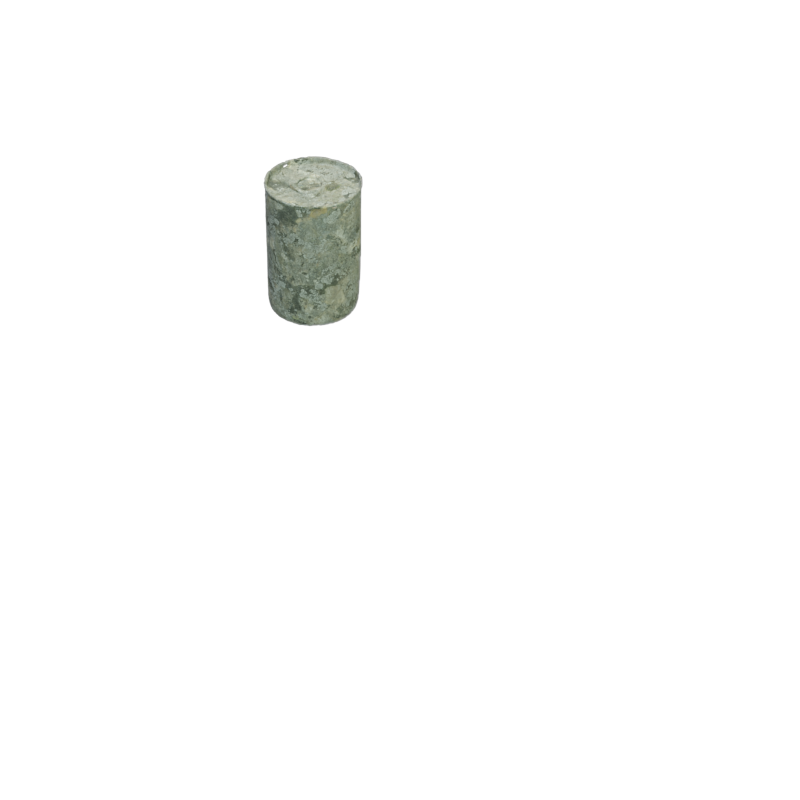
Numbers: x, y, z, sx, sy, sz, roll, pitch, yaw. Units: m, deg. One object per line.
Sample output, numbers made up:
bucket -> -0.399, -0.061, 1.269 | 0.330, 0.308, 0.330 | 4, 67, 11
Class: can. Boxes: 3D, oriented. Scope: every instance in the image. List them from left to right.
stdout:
can -> -0.062, -0.112, 0.787 | 0.068, 0.095, 0.073 | 0, 38, -3
